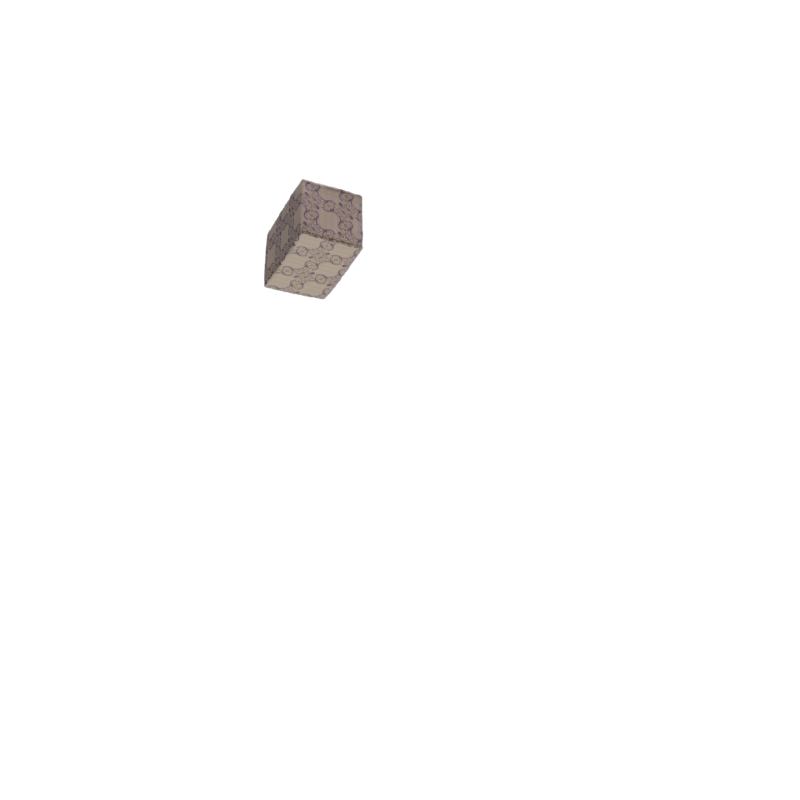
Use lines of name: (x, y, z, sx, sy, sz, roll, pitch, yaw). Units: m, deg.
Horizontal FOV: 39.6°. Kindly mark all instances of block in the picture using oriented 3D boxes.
block: (-0.067, -0.122, 0.856, 0.051, 0.055, 0.076, 14, -35, -22)
